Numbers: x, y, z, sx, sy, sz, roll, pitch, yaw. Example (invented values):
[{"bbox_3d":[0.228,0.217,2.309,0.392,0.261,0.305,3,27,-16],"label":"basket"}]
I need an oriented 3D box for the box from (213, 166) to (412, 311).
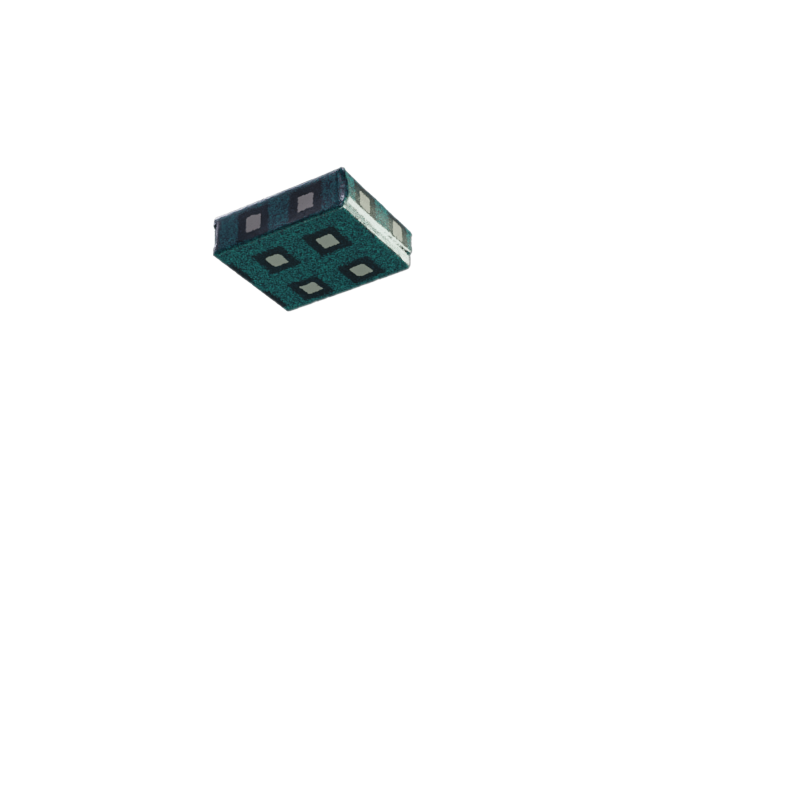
[{"bbox_3d":[-0.049,-0.089,0.625,0.090,0.032,0.068,-17,-33,28],"label":"box"}]
